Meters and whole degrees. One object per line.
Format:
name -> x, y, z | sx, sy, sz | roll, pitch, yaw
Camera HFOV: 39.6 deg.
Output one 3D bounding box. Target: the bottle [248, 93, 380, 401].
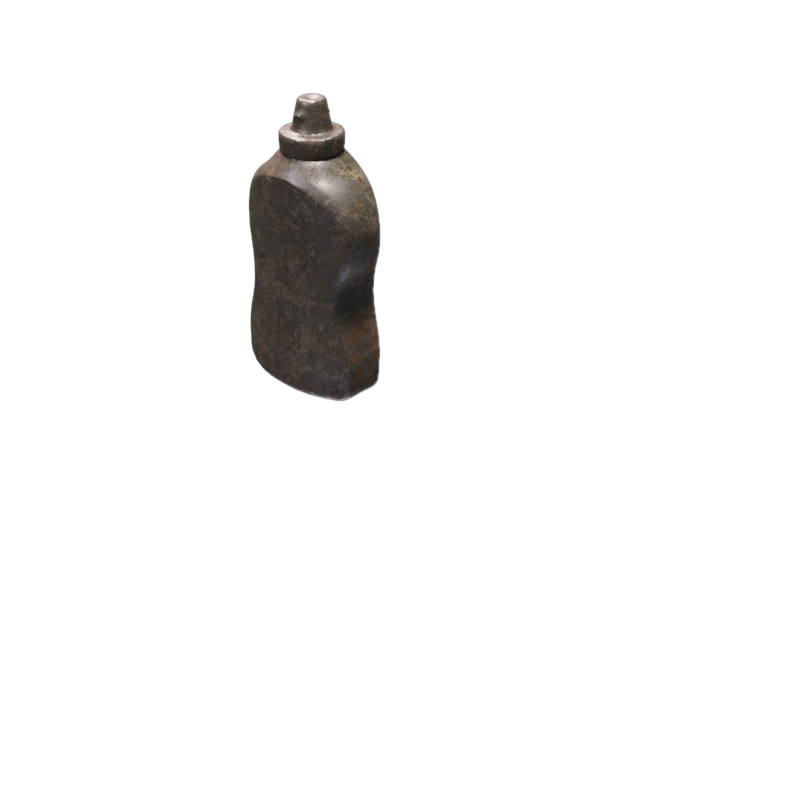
bottle -> -0.055, -0.100, 0.704 | 0.058, 0.181, 0.102 | -21, 35, -39
